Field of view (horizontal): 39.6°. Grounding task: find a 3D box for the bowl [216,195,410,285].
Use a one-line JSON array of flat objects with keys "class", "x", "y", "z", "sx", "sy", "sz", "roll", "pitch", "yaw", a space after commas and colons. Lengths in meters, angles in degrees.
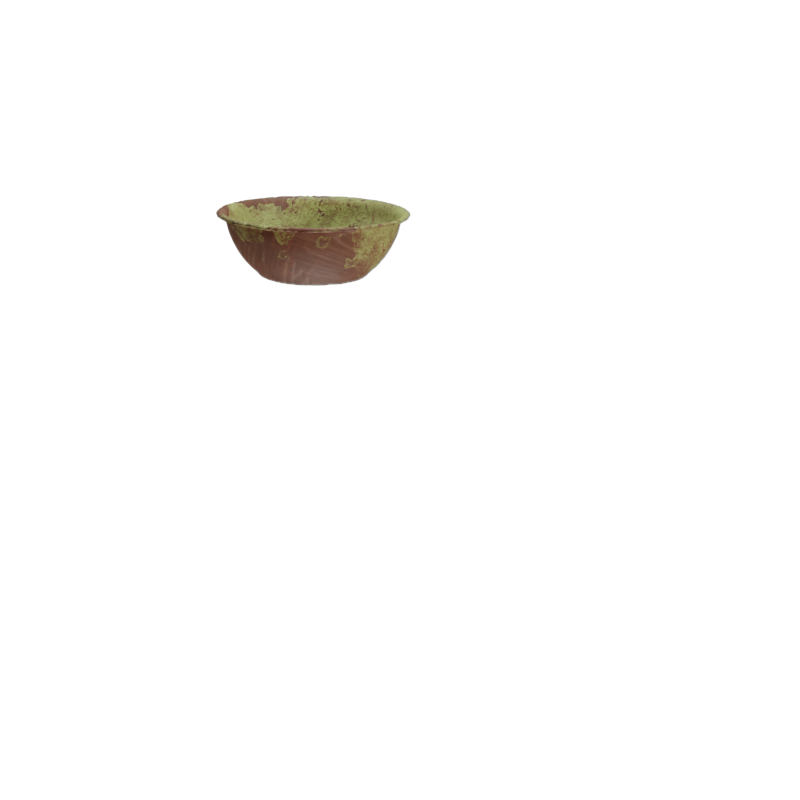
[{"class": "bowl", "x": -0.073, "y": -0.133, "z": 0.932, "sx": 0.162, "sy": 0.053, "sz": 0.168, "roll": -1, "pitch": 18, "yaw": -2}]
